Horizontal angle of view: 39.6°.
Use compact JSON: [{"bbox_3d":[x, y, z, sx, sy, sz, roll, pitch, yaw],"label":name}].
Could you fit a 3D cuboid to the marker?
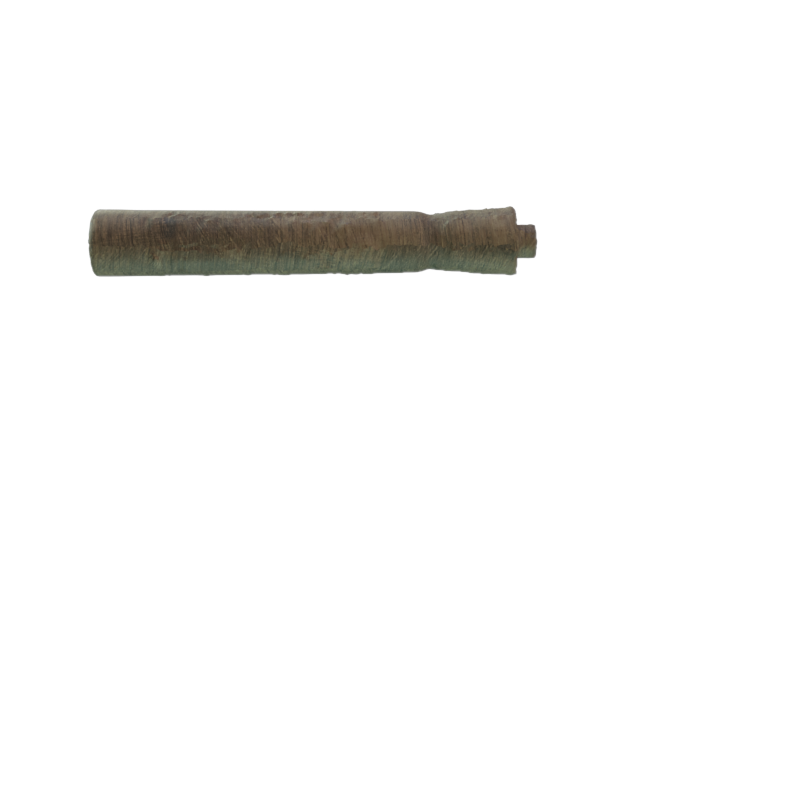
[{"bbox_3d":[-0.024,-0.043,0.305,0.121,0.020,0.020,0,4,3],"label":"marker"}]
